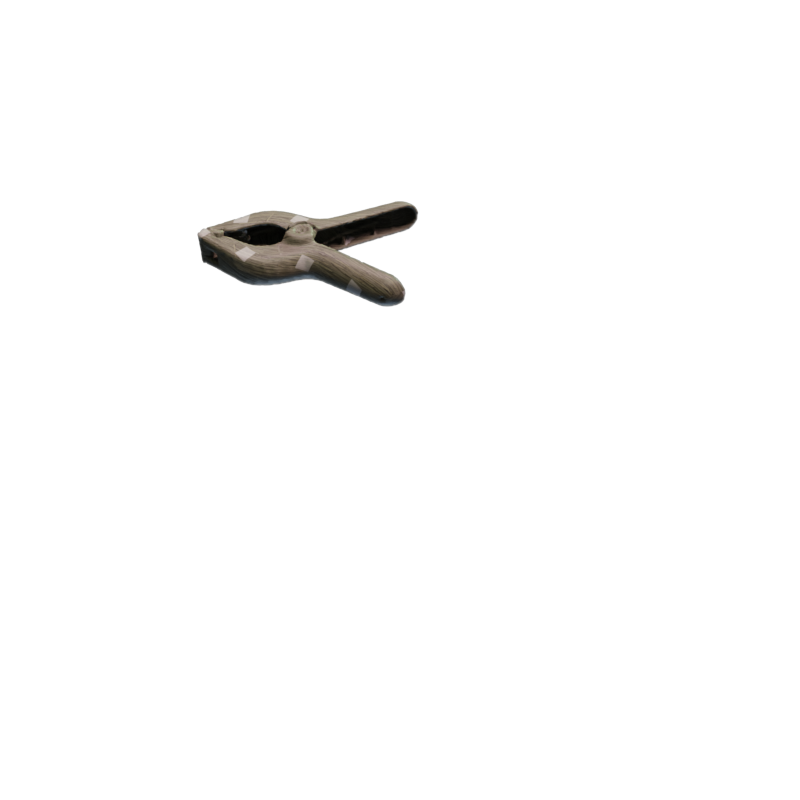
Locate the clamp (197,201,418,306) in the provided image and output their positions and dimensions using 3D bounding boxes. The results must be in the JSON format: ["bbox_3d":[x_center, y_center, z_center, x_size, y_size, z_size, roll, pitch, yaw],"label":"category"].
[{"bbox_3d":[-0.067,-0.122,0.857,0.176,0.037,0.125,10,35,14],"label":"clamp"}]
